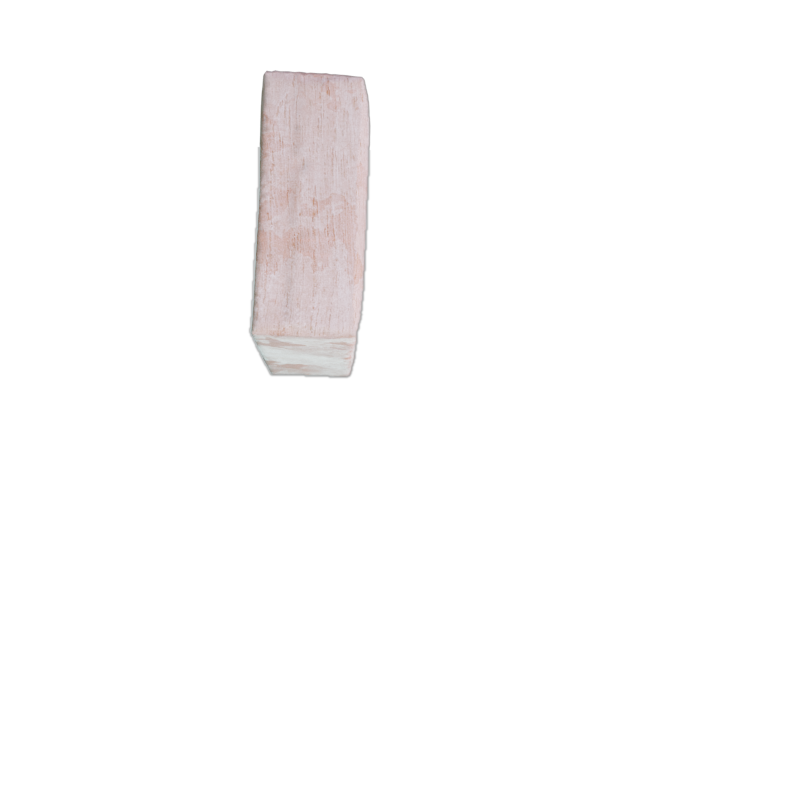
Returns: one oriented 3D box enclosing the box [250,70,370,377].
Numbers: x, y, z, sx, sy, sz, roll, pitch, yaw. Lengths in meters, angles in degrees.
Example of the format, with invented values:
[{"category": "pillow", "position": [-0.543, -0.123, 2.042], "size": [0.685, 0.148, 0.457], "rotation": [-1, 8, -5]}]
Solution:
[{"category": "box", "position": [-0.059, -0.108, 0.756], "size": [0.072, 0.169, 0.209], "rotation": [2, -8, -4]}]
